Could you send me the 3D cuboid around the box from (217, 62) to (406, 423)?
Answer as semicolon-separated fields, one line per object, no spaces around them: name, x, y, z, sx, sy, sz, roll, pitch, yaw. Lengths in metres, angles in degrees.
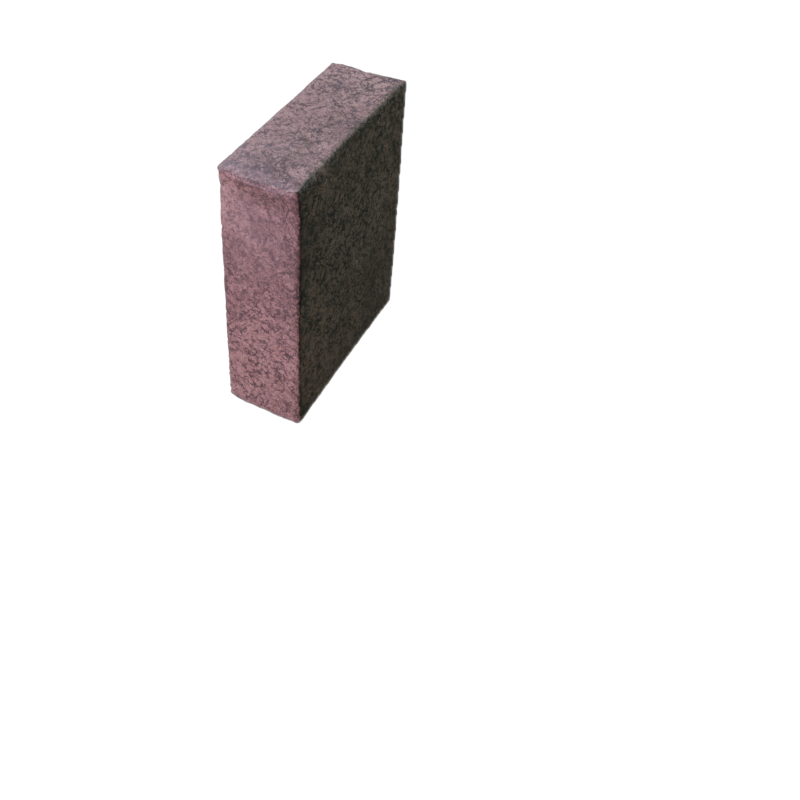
box;-0.064;-0.118;0.824;0.075;0.199;0.169;19;44;17
